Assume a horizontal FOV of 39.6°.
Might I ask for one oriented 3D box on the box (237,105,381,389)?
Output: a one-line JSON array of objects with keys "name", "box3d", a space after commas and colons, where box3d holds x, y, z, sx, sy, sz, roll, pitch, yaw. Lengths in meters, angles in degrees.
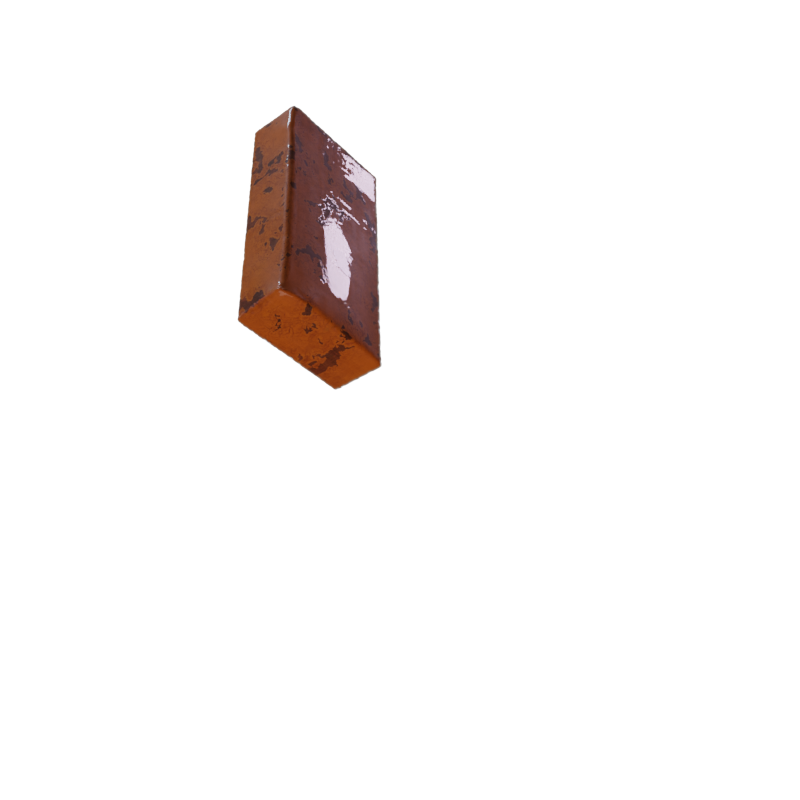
[{"name": "box", "box3d": [-0.058, -0.105, 0.734, 0.048, 0.189, 0.087, -32, -50, 27]}]
